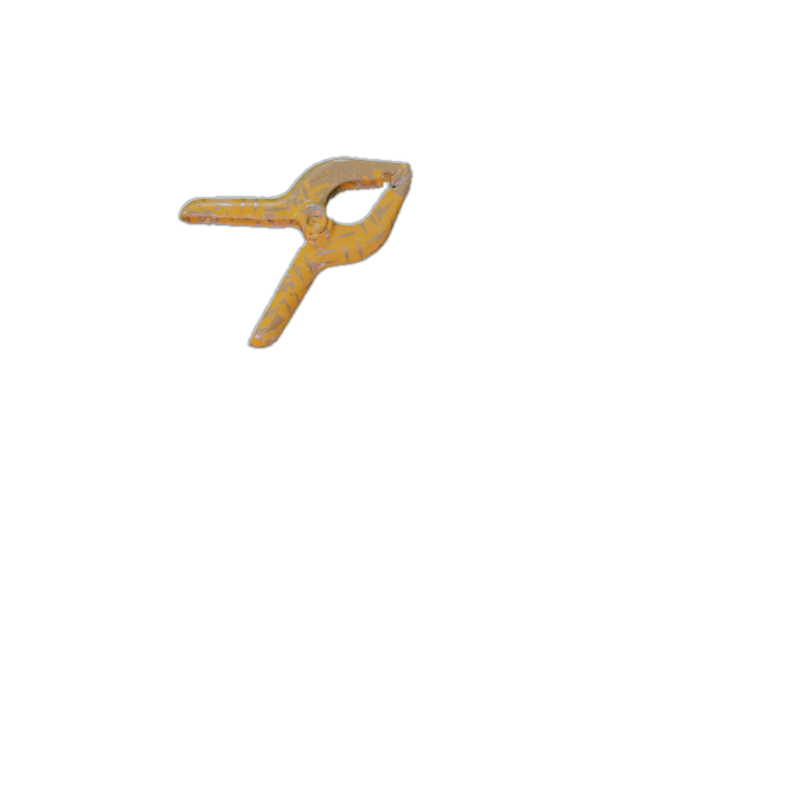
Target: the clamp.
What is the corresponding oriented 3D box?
[{"bbox_3d":[-0.063,-0.115,0.808,0.171,0.122,0.039,-21,-5,-2],"label":"clamp"}]
